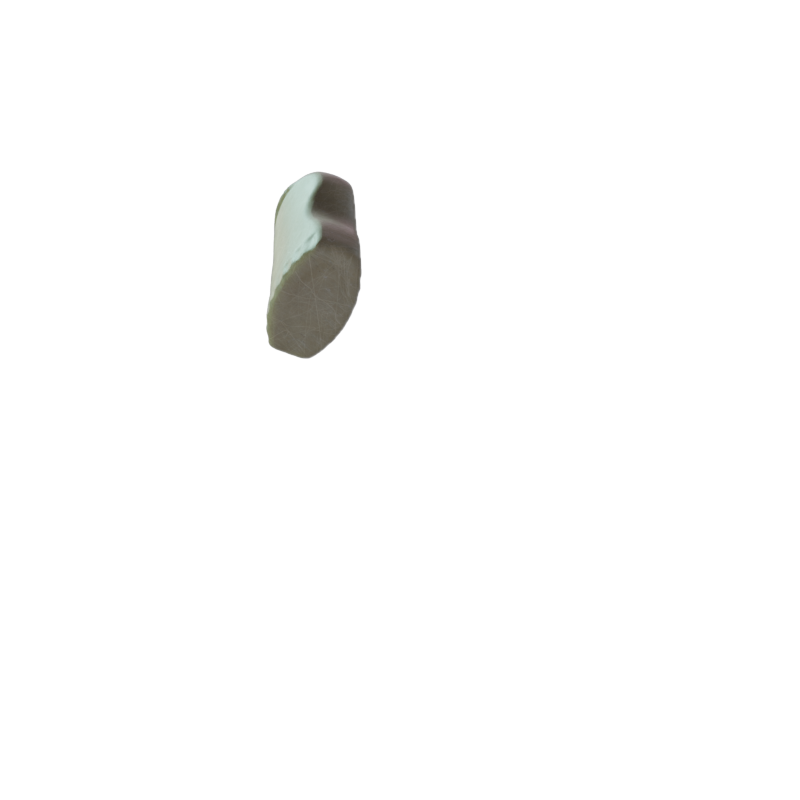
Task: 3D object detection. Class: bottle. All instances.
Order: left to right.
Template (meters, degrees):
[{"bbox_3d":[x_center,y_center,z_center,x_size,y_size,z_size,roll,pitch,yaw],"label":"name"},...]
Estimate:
[{"bbox_3d":[-0.067,-0.122,0.852,0.057,0.092,0.204,18,30,-15],"label":"bottle"}]
